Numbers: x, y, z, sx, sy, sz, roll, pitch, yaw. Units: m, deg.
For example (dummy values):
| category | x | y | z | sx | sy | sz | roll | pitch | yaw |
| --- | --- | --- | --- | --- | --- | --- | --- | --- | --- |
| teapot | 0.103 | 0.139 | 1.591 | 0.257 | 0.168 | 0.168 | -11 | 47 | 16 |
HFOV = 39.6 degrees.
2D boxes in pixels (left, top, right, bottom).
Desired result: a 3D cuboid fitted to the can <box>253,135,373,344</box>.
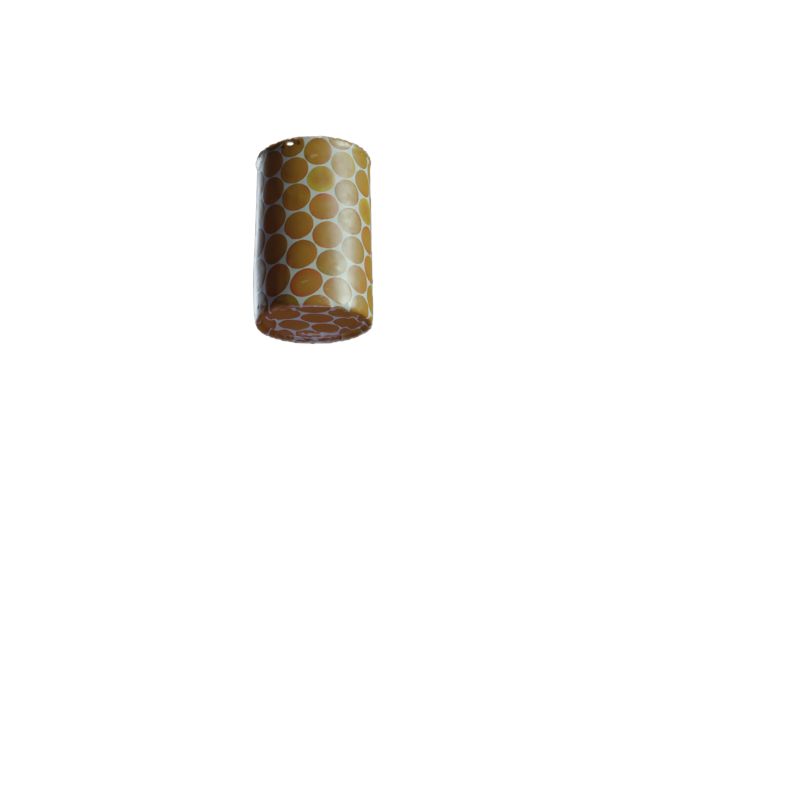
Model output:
| category | x | y | z | sx | sy | sz | roll | pitch | yaw |
| --- | --- | --- | --- | --- | --- | --- | --- | --- | --- |
| can | -0.050 | -0.090 | 0.634 | 0.068 | 0.107 | 0.065 | 0 | -21 | -2 |
